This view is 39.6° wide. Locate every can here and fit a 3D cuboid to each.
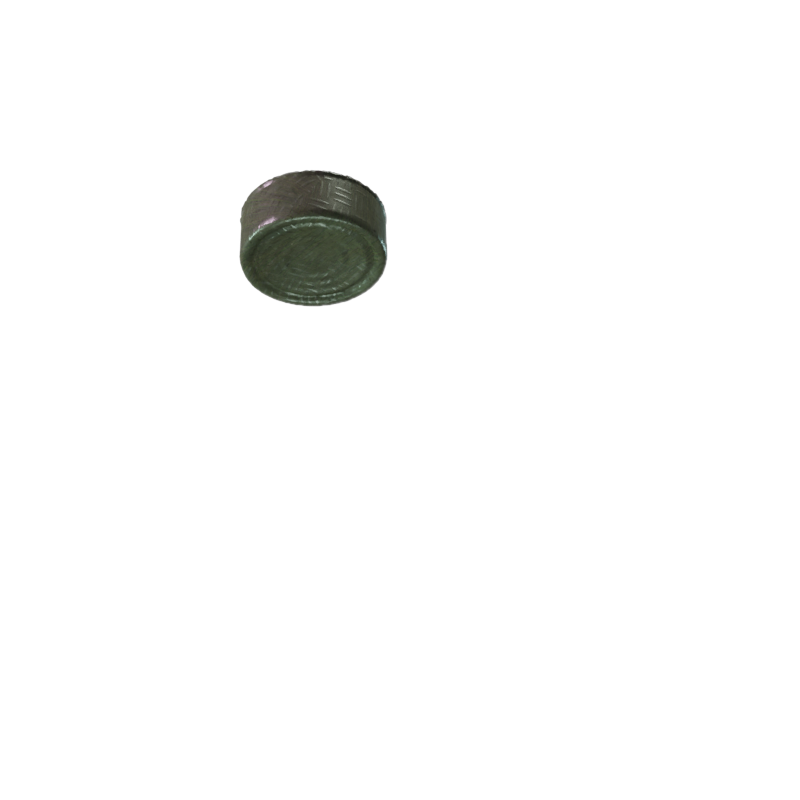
[{"bbox_3d":[-0.050,-0.091,0.639,0.086,0.036,0.080,1,-35,-2],"label":"can"}]
